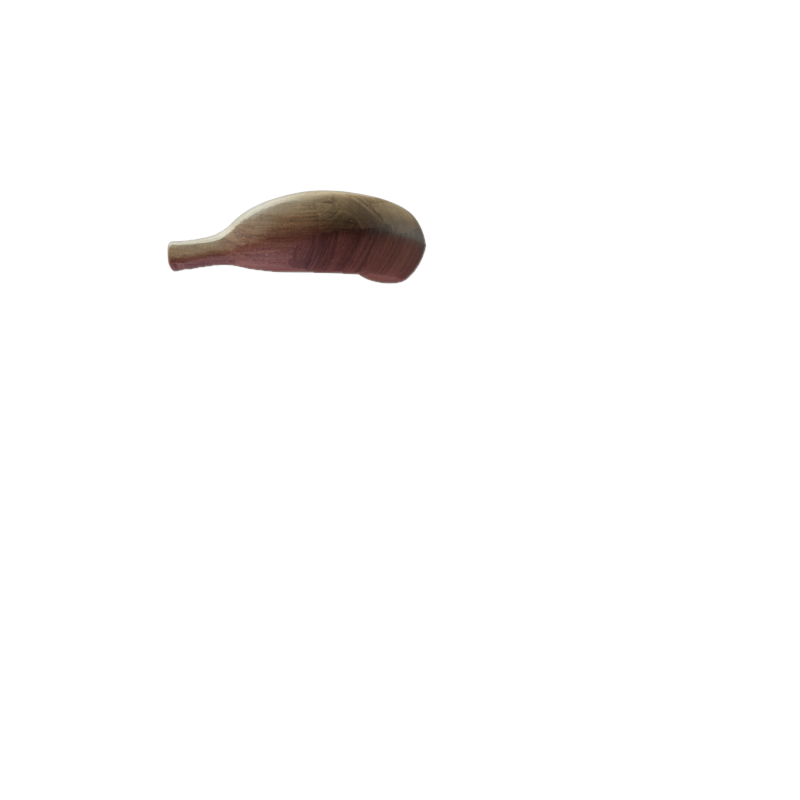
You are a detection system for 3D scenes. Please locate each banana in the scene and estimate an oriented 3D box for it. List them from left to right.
[{"bbox_3d":[-0.026,-0.075,0.518,0.072,0.037,0.191,1,3,25],"label":"banana"}]
